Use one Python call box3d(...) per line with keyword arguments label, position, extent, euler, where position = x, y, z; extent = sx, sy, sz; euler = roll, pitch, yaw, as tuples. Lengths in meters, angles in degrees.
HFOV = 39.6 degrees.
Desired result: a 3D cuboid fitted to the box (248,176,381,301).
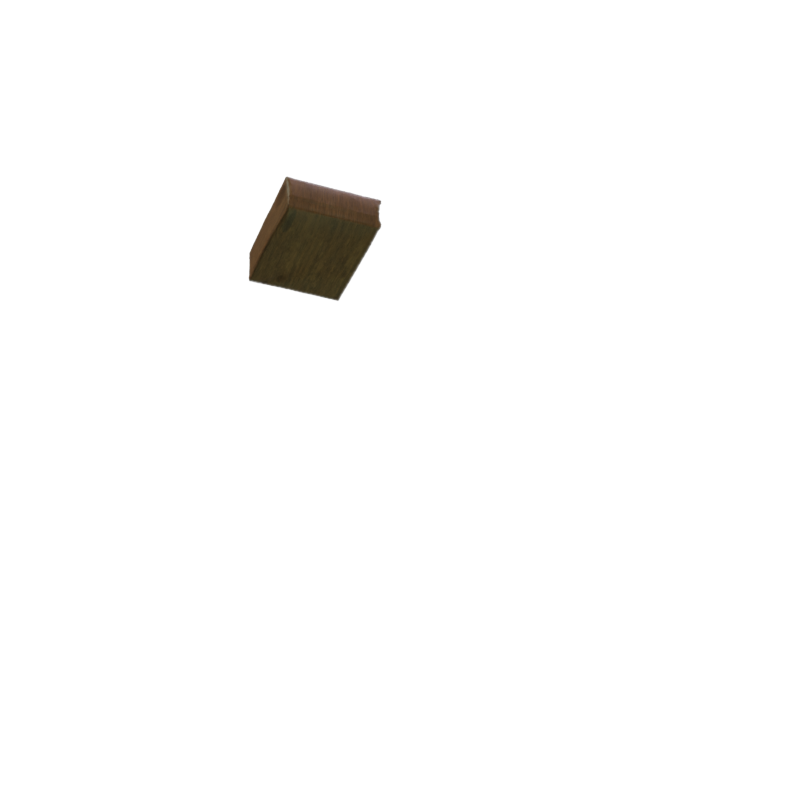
box3d(label="box", position=(-0.078, -0.142, 0.995), extent=(0.087, 0.042, 0.109), euler=(13, -37, -18))
